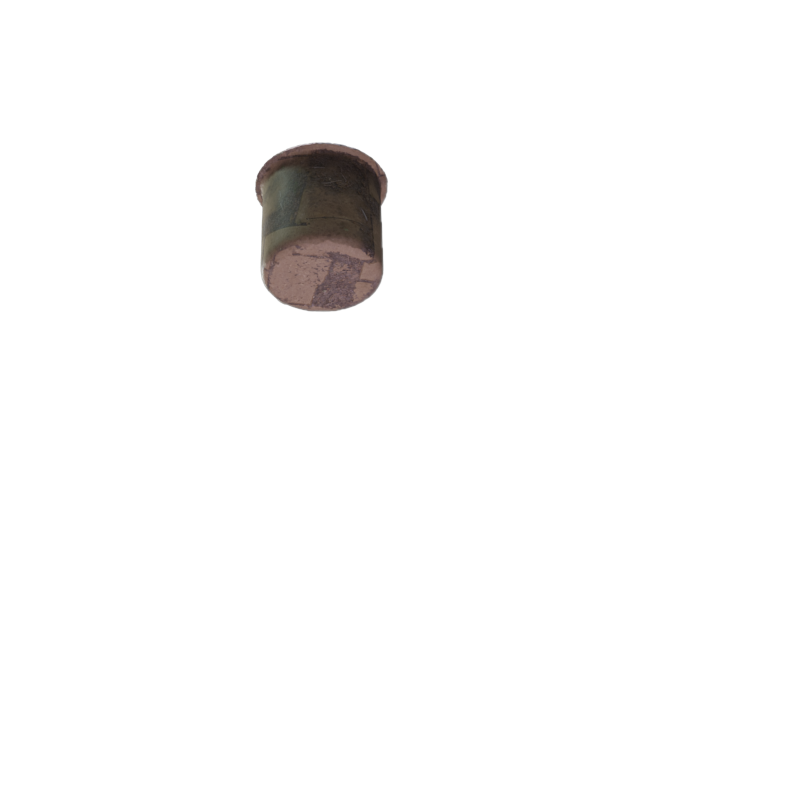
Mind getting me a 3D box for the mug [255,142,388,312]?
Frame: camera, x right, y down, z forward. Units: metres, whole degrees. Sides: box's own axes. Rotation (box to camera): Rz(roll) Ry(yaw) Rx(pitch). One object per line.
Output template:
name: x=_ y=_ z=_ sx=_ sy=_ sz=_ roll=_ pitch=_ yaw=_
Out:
mug: x=-0.059 y=-0.108 z=0.760 sx=0.089 sy=0.087 sz=0.114 roll=18 pitch=-38 yaw=-26
